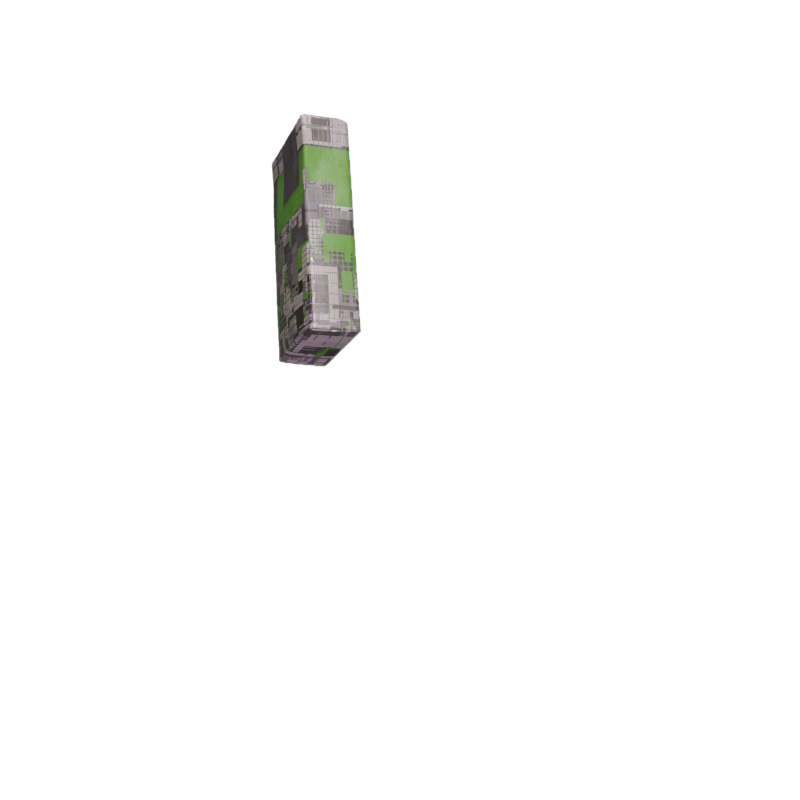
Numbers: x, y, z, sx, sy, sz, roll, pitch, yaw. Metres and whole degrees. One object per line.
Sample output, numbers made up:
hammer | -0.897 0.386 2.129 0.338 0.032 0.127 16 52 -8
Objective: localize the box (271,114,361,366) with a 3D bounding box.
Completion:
box | -0.067 -0.123 0.865 0.047 0.185 0.091 6 -22 -20
